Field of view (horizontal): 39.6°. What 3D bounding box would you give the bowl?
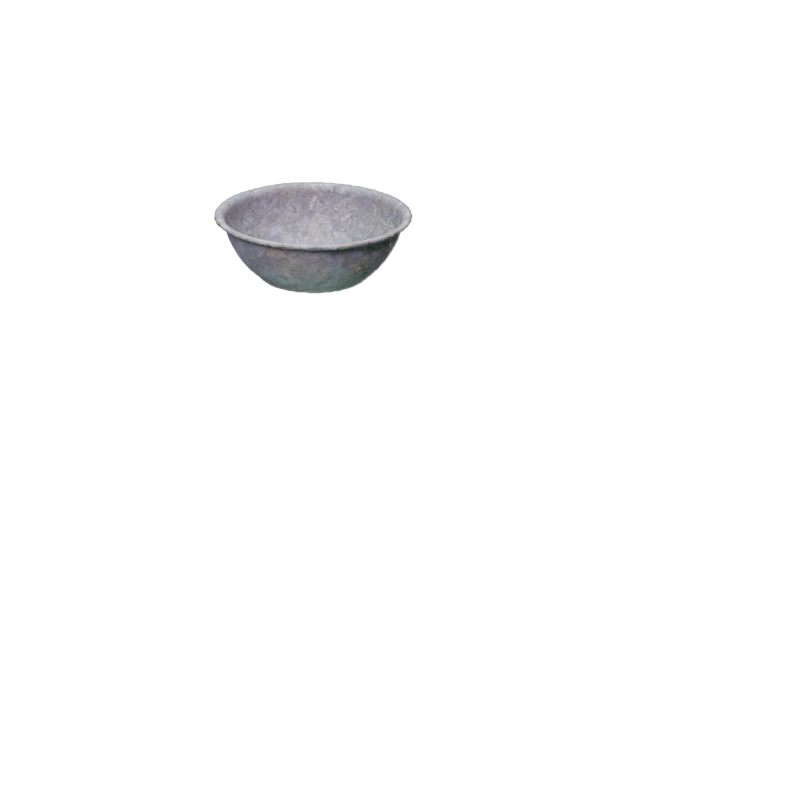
[{"bbox_3d":[-0.072,-0.131,0.915,0.162,0.052,0.171,-1,27,-2],"label":"bowl"}]
